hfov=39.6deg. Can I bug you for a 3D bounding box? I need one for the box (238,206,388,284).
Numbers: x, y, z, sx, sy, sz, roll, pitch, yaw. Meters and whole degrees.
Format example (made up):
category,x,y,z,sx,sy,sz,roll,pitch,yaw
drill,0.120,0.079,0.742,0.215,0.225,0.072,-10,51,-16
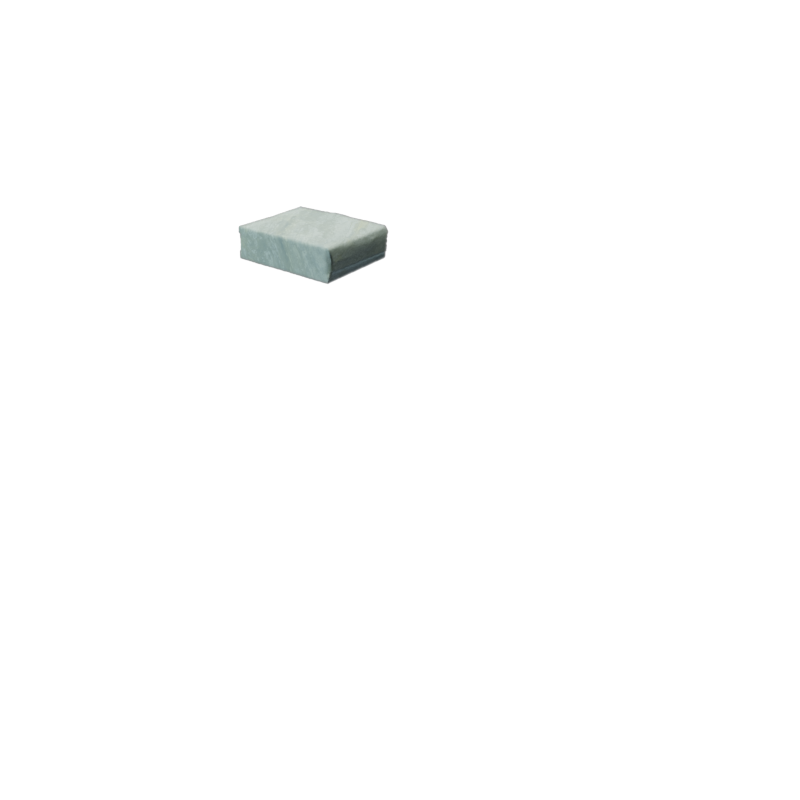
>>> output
category,x,y,z,sx,sy,sz,roll,pitch,yaw
box,-0.066,-0.120,0.841,0.094,0.029,0.073,18,29,34
